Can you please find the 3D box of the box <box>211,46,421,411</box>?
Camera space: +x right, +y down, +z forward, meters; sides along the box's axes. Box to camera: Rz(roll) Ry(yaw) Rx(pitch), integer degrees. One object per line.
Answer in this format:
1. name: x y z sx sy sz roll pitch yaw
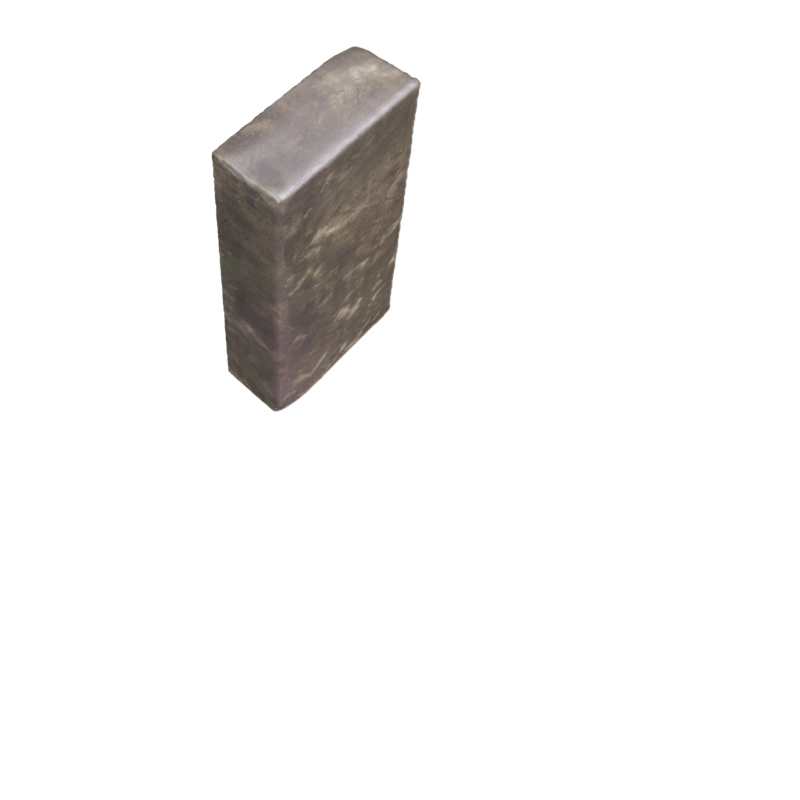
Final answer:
1. box: -0.041 -0.076 0.527 0.050 0.095 0.165 35 -29 18
